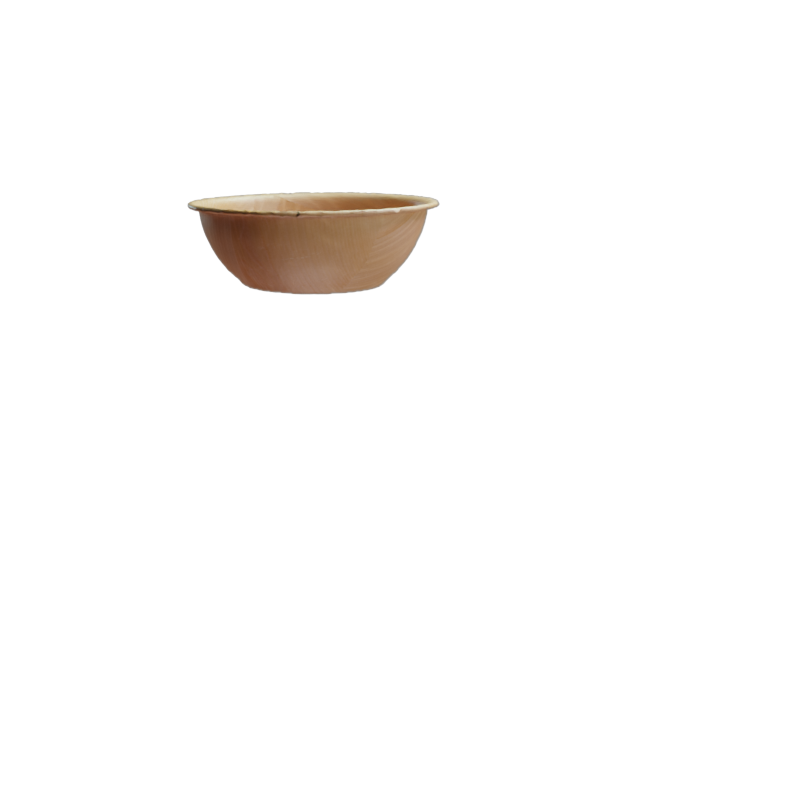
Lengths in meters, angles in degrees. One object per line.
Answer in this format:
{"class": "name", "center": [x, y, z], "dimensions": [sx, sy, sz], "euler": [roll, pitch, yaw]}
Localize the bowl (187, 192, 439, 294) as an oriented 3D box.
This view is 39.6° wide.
{"class": "bowl", "center": [-0.056, -0.102, 0.715], "dimensions": [0.162, 0.054, 0.166], "euler": [0, 14, -2]}
